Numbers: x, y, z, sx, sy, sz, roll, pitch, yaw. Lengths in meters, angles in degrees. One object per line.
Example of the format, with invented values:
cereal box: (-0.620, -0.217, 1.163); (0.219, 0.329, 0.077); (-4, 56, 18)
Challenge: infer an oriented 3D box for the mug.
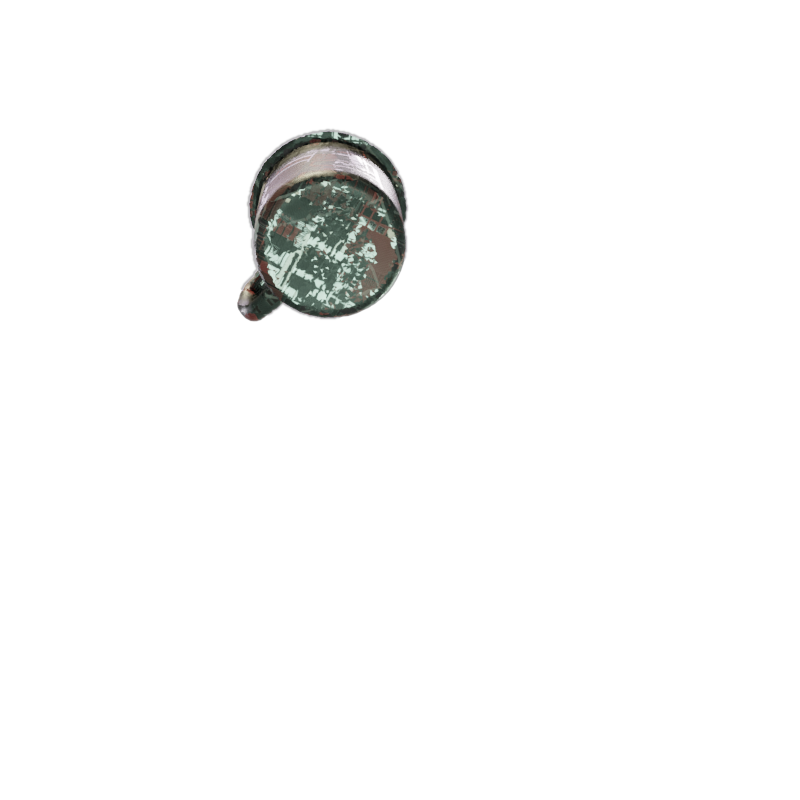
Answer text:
mug: (-0.048, -0.088, 0.619); (0.116, 0.090, 0.085); (-41, 17, 12)
